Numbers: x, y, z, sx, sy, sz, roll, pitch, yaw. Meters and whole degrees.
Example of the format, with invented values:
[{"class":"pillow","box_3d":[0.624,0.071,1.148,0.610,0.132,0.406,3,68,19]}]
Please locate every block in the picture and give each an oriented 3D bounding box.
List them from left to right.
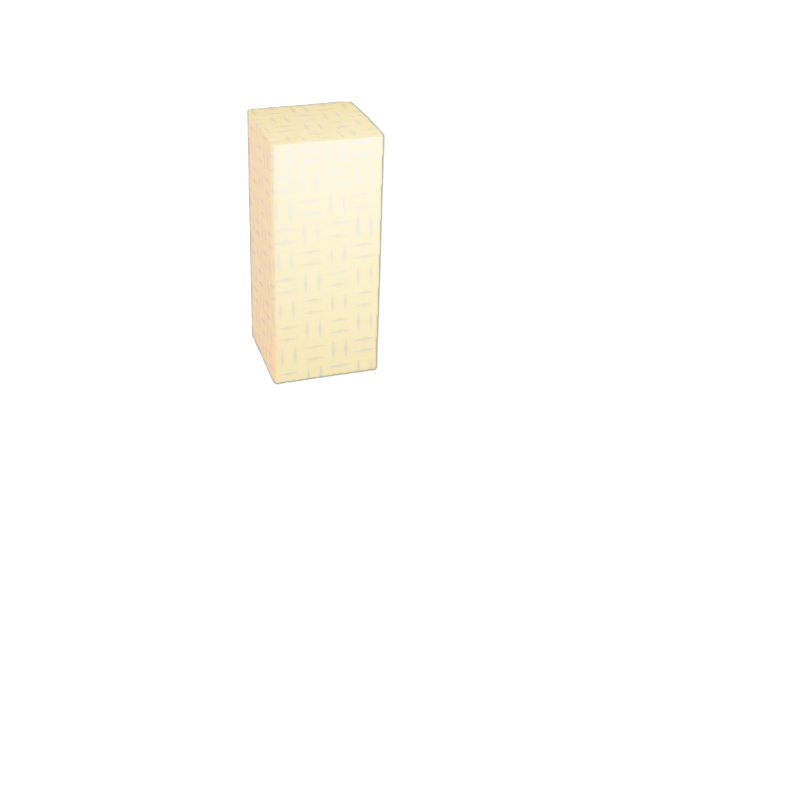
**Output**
[{"class":"block","box_3d":[-0.071,-0.129,0.904,0.089,0.195,0.097,-7,29,-17]}]
